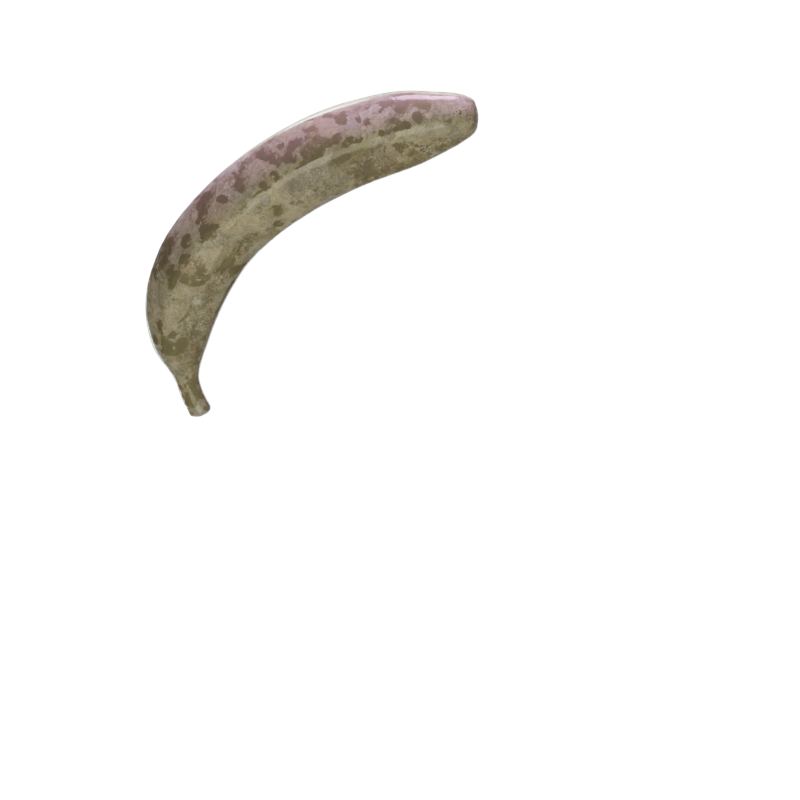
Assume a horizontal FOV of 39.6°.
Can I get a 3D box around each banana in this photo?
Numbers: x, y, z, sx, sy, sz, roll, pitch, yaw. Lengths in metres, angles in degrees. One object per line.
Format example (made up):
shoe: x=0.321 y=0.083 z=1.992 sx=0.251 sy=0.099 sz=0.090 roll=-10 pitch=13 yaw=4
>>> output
banana: x=-0.055 y=-0.078 z=0.491 sx=0.066 sy=0.195 sz=0.039 roll=38 pitch=24 yaw=-21
